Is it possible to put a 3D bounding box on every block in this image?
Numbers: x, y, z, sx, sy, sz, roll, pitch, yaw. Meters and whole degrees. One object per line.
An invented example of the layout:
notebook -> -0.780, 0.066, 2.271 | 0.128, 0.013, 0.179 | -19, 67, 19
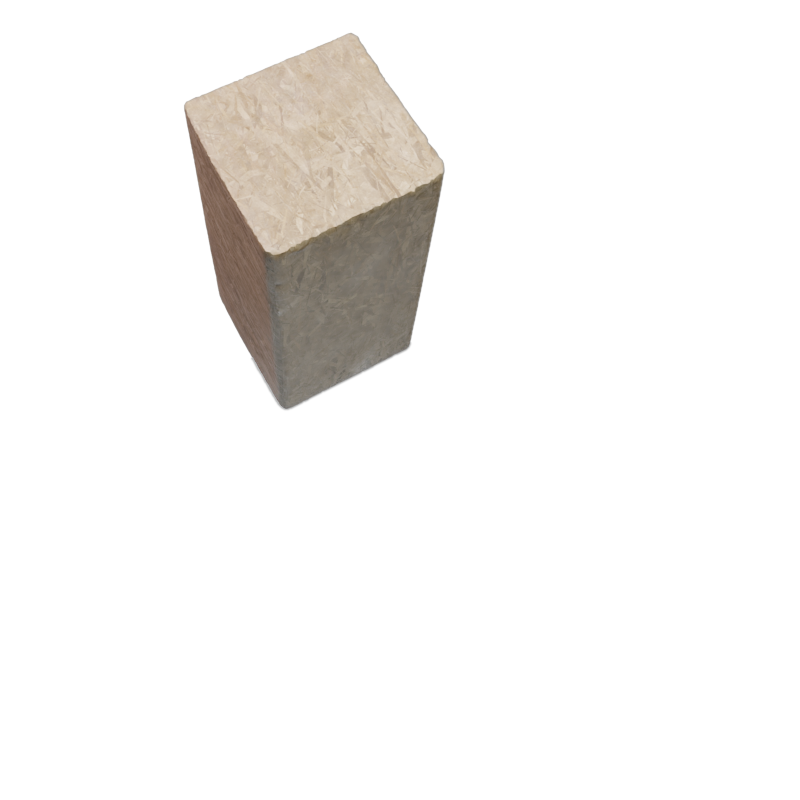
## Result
block -> -0.045, -0.082, 0.581 | 0.090, 0.095, 0.196 | -26, -18, -13
